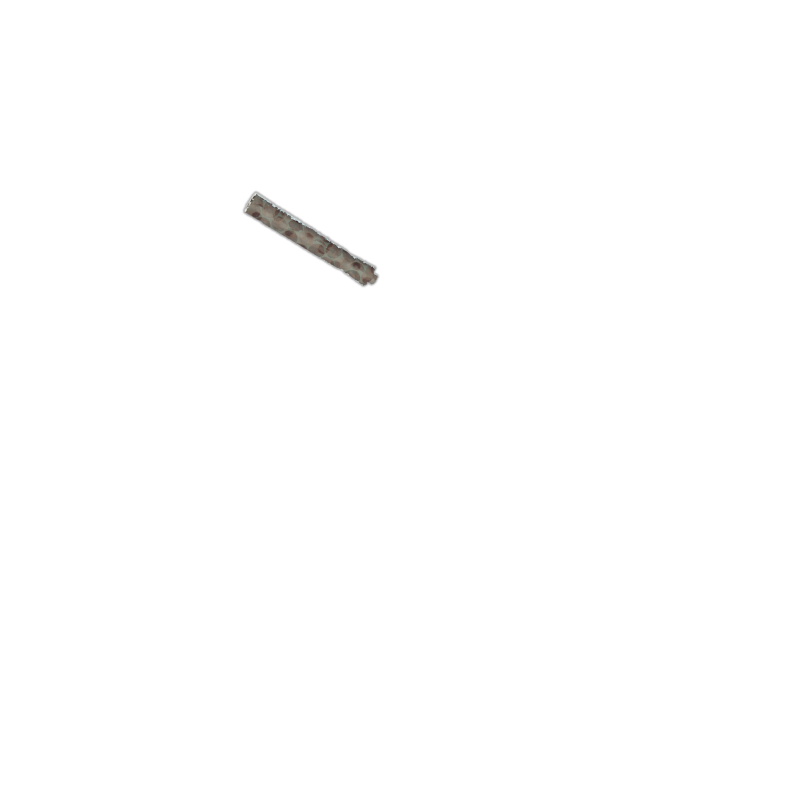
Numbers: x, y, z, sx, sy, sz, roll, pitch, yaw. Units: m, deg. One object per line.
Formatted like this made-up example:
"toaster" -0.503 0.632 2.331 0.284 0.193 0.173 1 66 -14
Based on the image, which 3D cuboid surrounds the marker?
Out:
"marker" -0.070 -0.127 0.891 0.118 0.020 0.020 31 -4 -10
